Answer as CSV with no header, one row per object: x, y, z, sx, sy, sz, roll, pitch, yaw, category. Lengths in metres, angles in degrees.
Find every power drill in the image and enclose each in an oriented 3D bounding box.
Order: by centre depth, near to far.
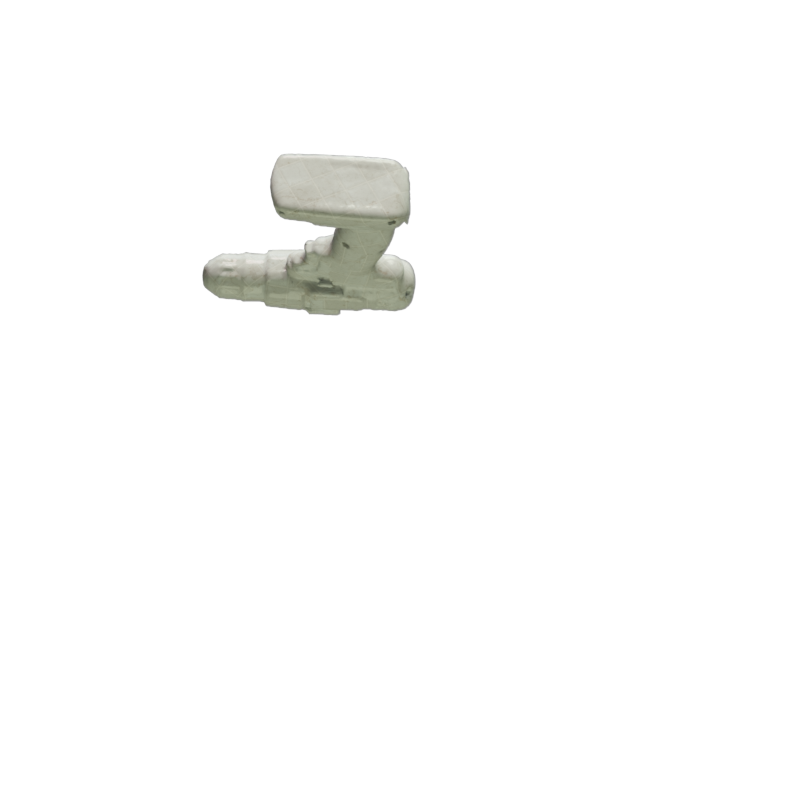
-0.071,-0.129,0.904,0.183,0.061,0.179,2,-21,-5,power drill
